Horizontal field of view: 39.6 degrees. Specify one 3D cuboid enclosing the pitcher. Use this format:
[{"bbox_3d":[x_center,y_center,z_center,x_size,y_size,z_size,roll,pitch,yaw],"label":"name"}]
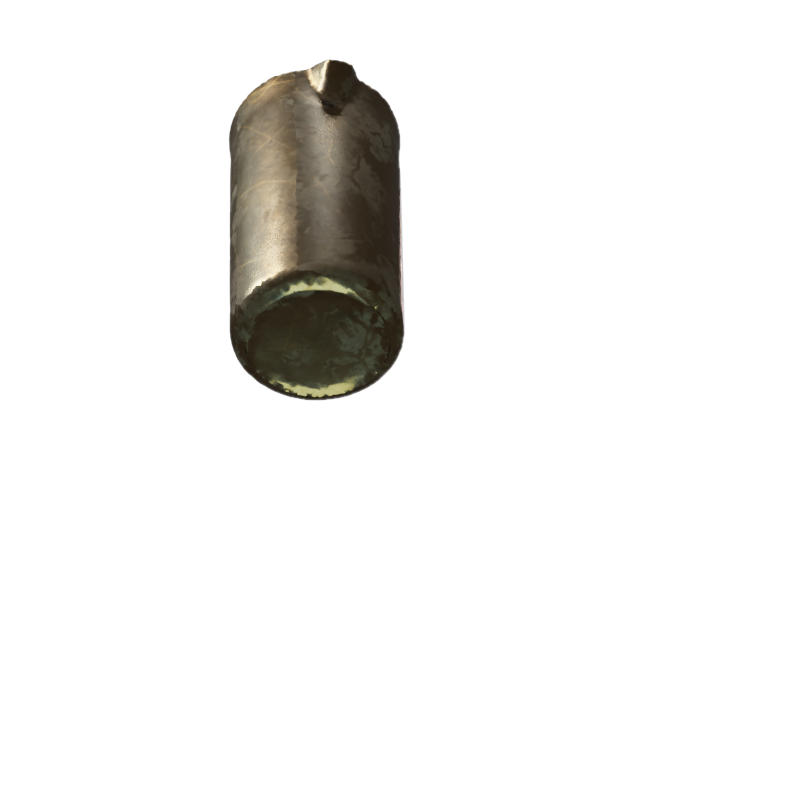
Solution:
[{"bbox_3d":[-0.061,-0.111,0.777,0.145,0.261,0.138,-25,-52,17],"label":"pitcher"}]
